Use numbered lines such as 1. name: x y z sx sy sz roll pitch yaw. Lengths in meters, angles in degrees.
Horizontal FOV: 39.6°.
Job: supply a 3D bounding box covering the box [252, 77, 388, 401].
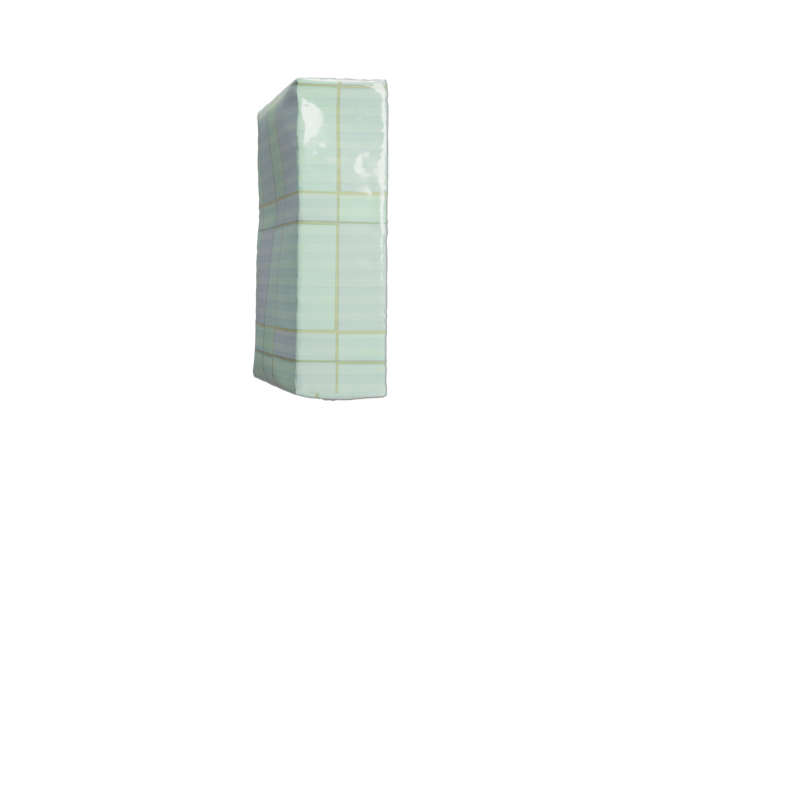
1. box: -0.063 -0.115 0.803 0.070 0.214 0.167 0 1 -16
